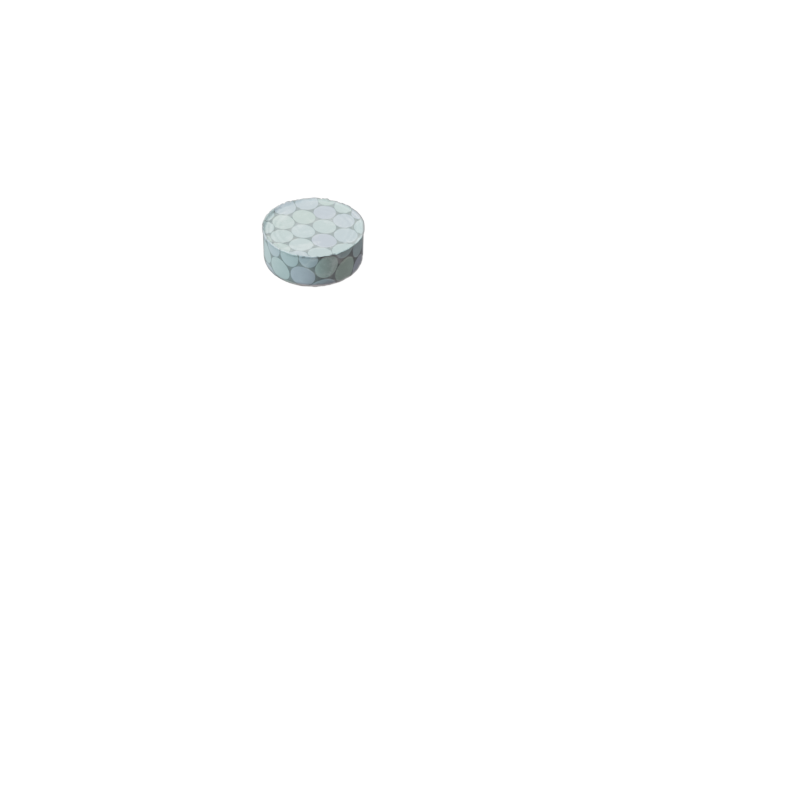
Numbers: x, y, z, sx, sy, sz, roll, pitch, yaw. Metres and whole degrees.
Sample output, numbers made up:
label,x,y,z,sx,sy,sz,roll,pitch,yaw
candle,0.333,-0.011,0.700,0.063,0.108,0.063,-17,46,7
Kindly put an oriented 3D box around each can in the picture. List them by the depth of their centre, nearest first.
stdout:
label,x,y,z,sx,sy,sz,roll,pitch,yaw
can,-0.073,-0.133,0.931,0.086,0.031,0.092,-1,40,-2
